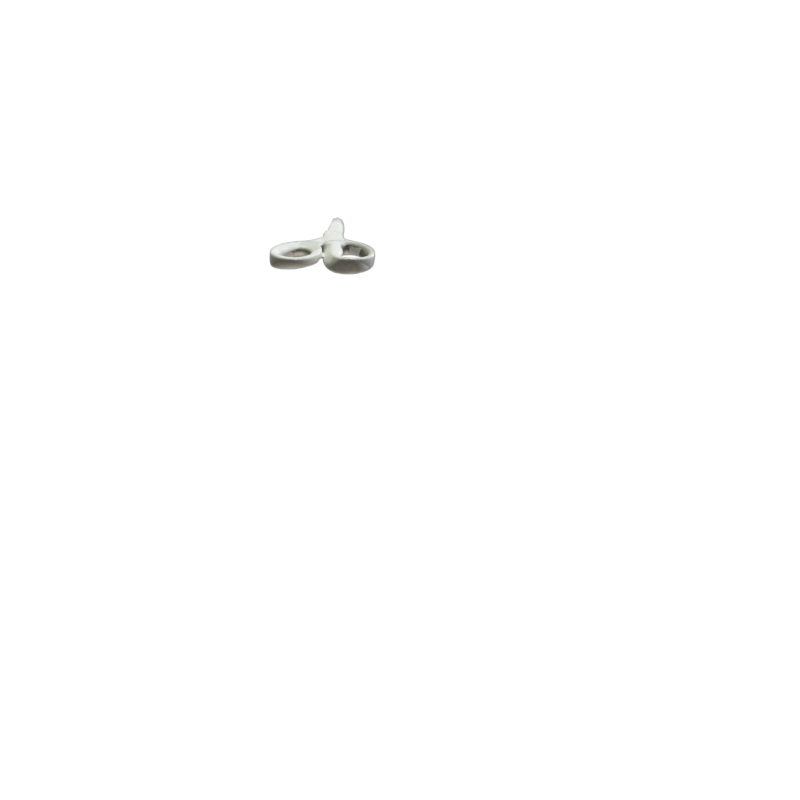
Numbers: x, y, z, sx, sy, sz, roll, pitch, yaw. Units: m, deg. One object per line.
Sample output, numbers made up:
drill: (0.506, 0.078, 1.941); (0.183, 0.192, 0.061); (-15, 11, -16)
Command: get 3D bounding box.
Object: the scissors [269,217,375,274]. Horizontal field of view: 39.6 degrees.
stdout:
scissors: (-0.077, -0.140, 0.979); (0.095, 0.015, 0.212); (-5, 20, -14)
